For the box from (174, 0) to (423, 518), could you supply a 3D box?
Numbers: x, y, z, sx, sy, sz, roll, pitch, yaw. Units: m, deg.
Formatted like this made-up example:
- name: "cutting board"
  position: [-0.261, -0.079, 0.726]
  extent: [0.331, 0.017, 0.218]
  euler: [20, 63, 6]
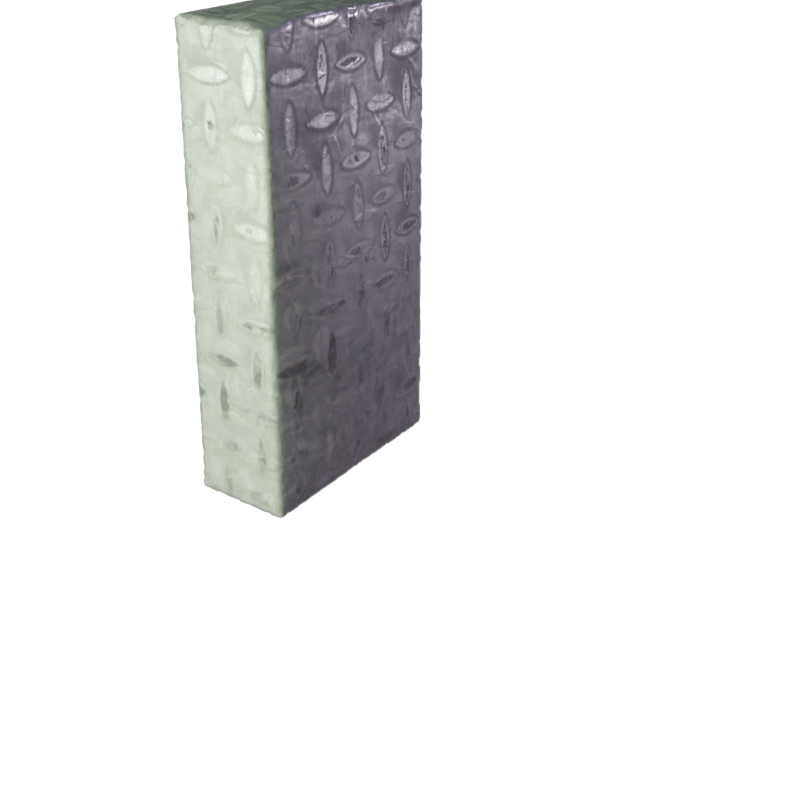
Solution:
- name: "box"
  position: [-0.032, -0.058, 0.407]
  extent: [0.051, 0.168, 0.093]
  euler: [17, 28, 31]
